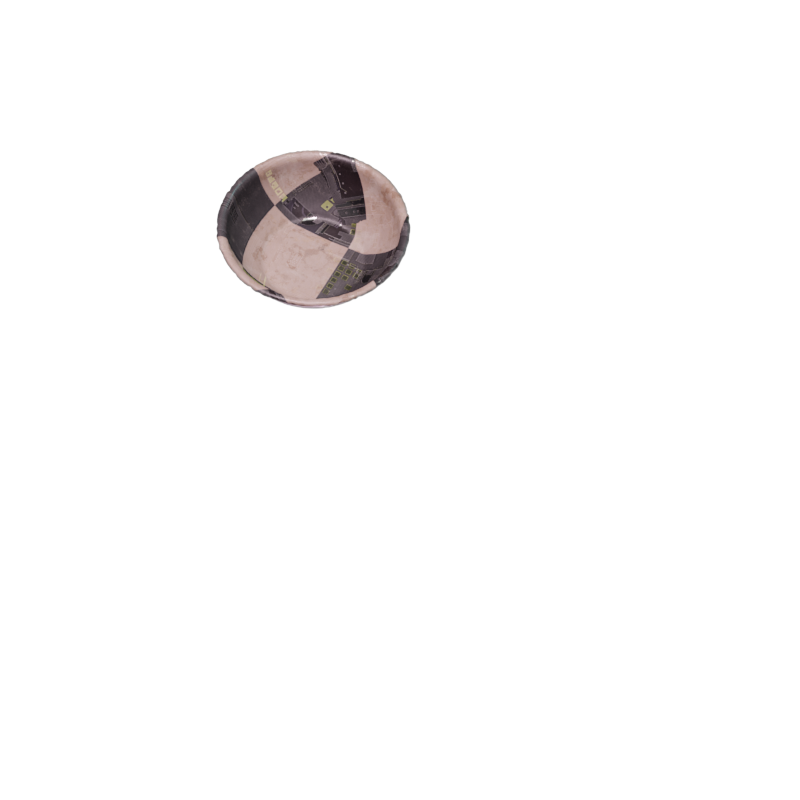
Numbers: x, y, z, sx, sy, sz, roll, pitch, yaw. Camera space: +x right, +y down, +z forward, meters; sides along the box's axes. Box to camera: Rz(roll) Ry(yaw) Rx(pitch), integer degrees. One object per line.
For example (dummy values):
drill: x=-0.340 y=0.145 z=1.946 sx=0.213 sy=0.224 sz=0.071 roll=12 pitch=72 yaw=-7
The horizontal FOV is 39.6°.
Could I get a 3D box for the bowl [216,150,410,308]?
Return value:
bowl: x=-0.074 y=-0.135 z=0.945 sx=0.162 sy=0.173 sz=0.051 roll=-1 pitch=-32 yaw=-1
